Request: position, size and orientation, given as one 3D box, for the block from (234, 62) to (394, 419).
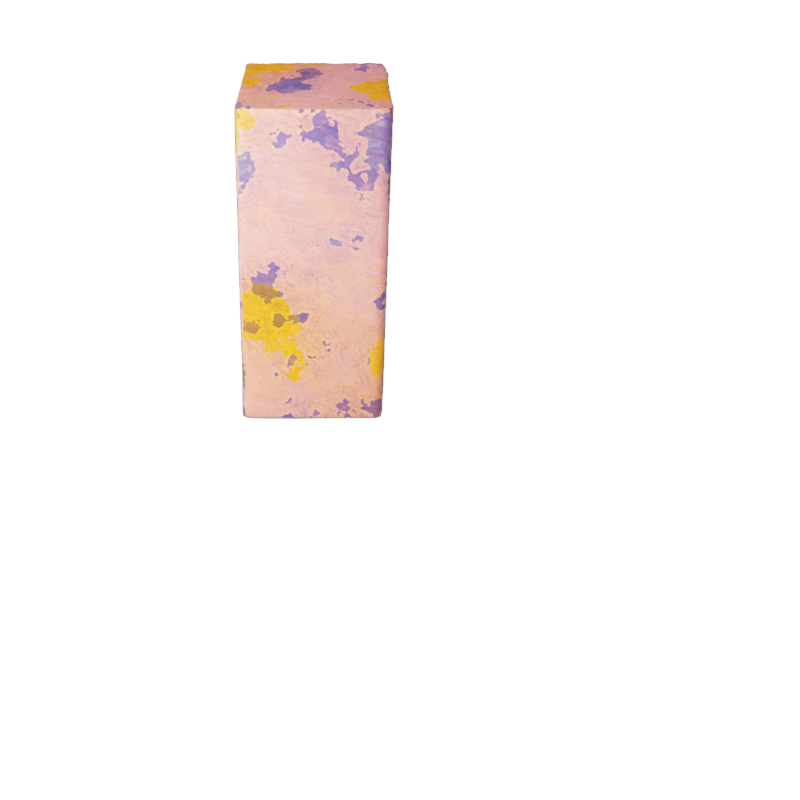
[{"bbox_3d":[-0.054,-0.099,0.696,0.090,0.195,0.096,1,27,-2],"label":"block"}]
